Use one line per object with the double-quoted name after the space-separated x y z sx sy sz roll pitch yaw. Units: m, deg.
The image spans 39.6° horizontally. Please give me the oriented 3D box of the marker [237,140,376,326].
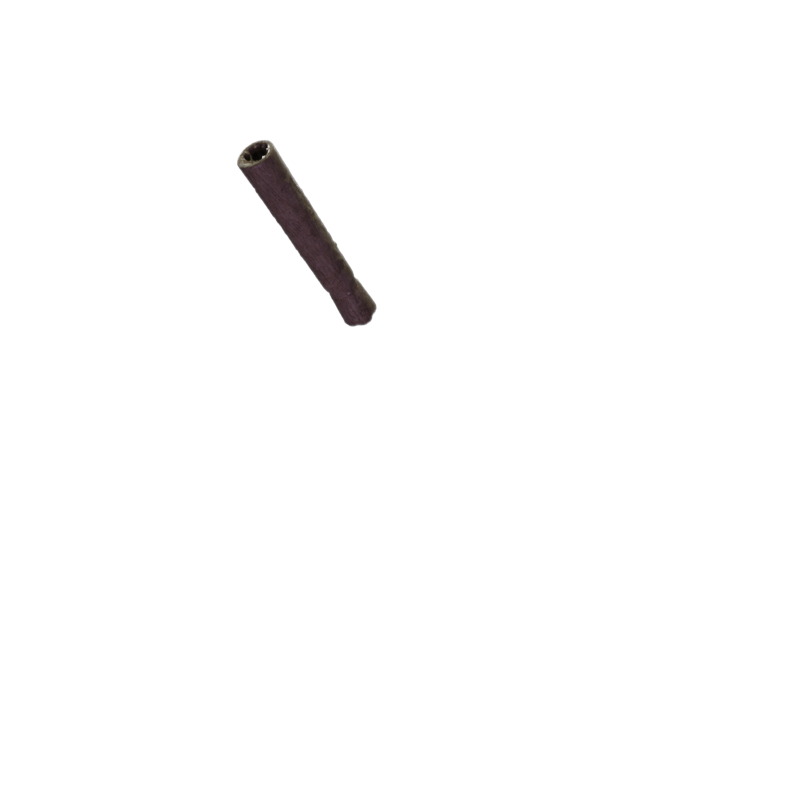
-0.042 -0.077 0.538 0.020 0.021 0.112 2 -37 35 "marker"
